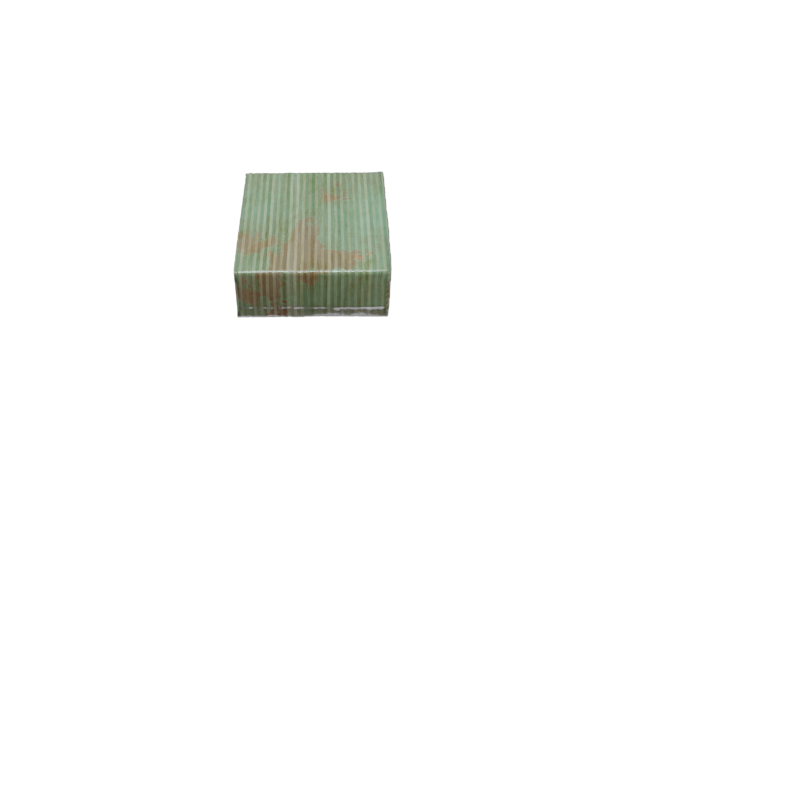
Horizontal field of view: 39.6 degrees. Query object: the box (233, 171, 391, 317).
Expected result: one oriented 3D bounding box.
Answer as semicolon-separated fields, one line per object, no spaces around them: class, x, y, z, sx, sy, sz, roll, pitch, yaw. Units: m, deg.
box;-0.053;-0.096;0.676;0.090;0.036;0.121;-1;38;-2
